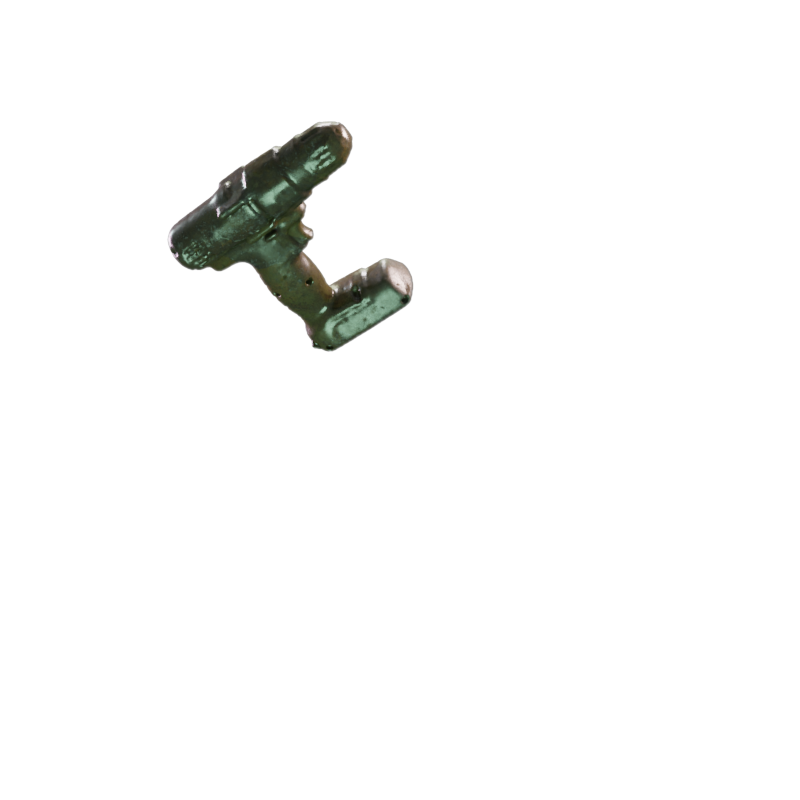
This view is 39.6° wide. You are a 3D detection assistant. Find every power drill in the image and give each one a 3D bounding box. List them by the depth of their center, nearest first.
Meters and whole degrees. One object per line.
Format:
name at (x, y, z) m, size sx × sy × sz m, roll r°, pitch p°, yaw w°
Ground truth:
power drill at (-0.073, -0.134, 0.937) m, size 0.184 × 0.062 × 0.175 m, roll -31°, pitch -54°, yaw 25°
